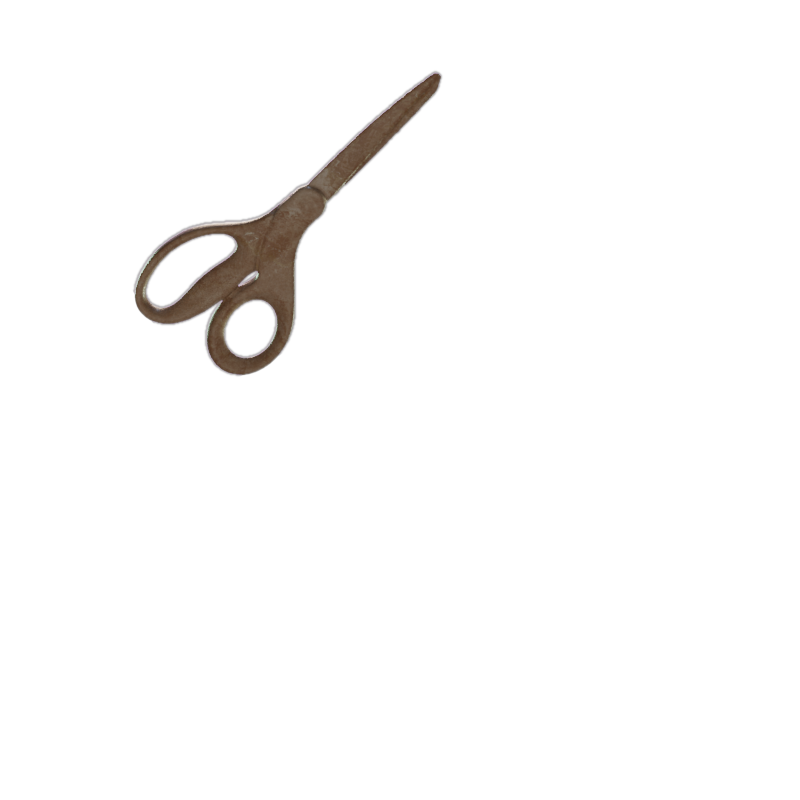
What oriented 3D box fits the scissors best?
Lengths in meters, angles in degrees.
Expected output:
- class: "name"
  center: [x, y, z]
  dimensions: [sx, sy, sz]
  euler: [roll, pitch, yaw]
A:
- class: "scissors"
  center: [-0.047, -0.085, 0.595]
  dimensions: [0.202, 0.093, 0.016]
  euler: [-28, 13, 7]
